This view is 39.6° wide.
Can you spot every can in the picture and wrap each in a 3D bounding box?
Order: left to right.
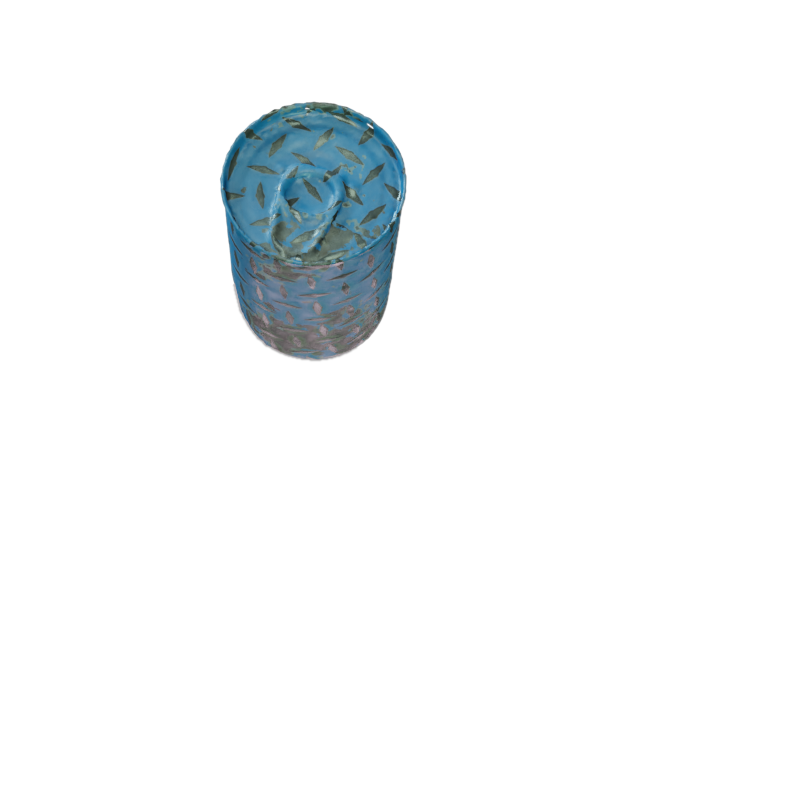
[{"bbox_3d":[-0.035,-0.064,0.447,0.068,0.072,0.097,0,-22,-3],"label":"can"}]
